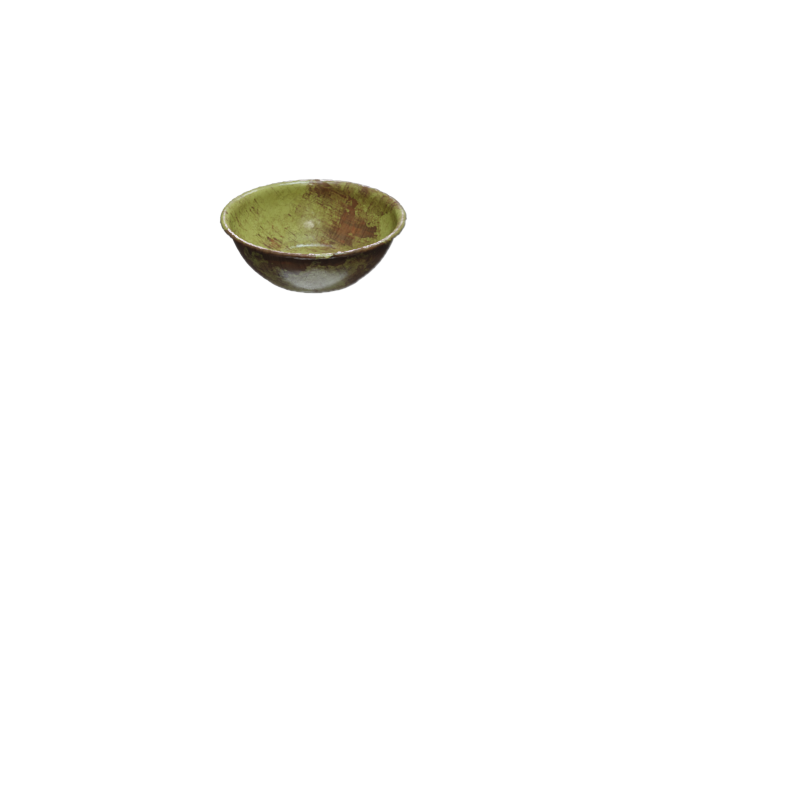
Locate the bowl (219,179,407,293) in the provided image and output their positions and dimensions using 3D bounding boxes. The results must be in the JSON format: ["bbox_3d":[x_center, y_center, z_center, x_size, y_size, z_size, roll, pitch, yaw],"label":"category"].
[{"bbox_3d":[-0.076,-0.138,0.970,0.162,0.052,0.172,-1,32,-2],"label":"bowl"}]
